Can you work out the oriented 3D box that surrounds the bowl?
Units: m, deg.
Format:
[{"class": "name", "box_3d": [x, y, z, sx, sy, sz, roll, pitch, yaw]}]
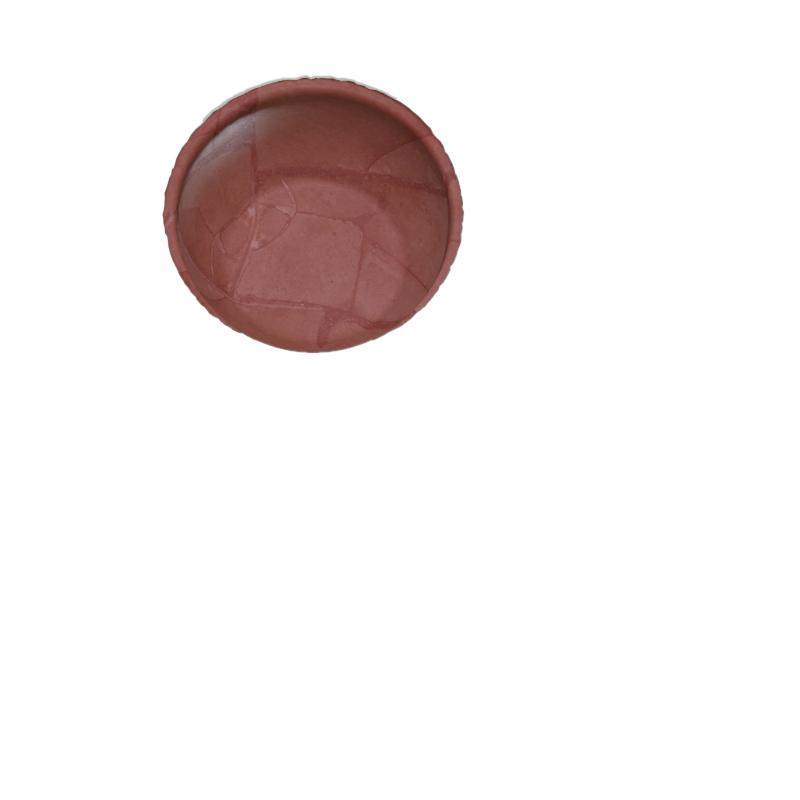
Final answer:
[{"class": "bowl", "box_3d": [-0.045, -0.082, 0.574, 0.162, 0.153, 0.058, 1, 28, -1]}]
